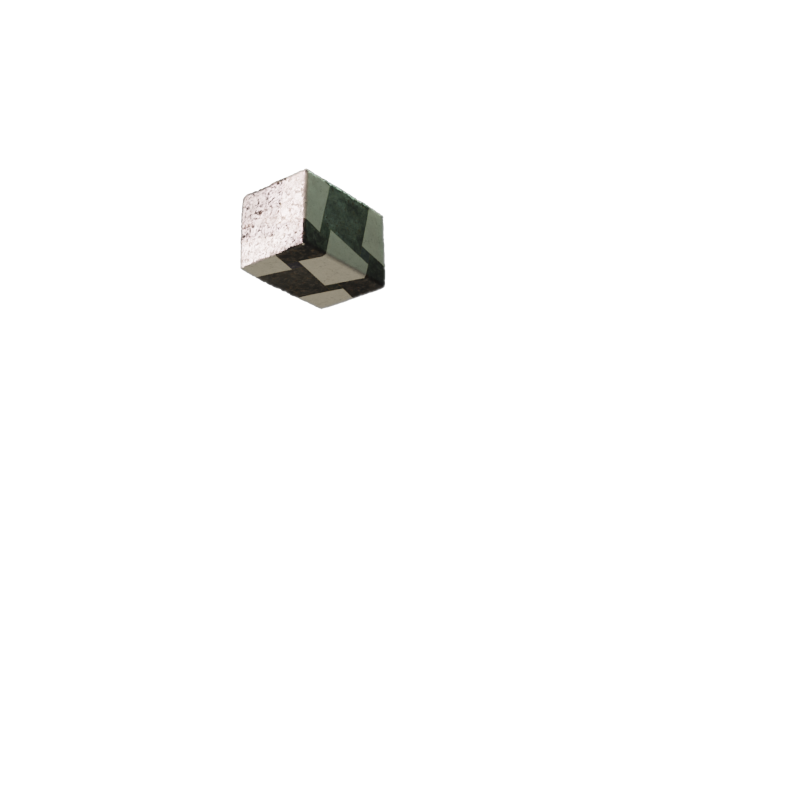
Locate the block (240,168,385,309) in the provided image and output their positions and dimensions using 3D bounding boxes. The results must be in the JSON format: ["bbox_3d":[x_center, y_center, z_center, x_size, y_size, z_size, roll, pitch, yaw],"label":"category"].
[{"bbox_3d":[-0.053,-0.096,0.674,0.053,0.054,0.073,-18,-29,34],"label":"block"}]
